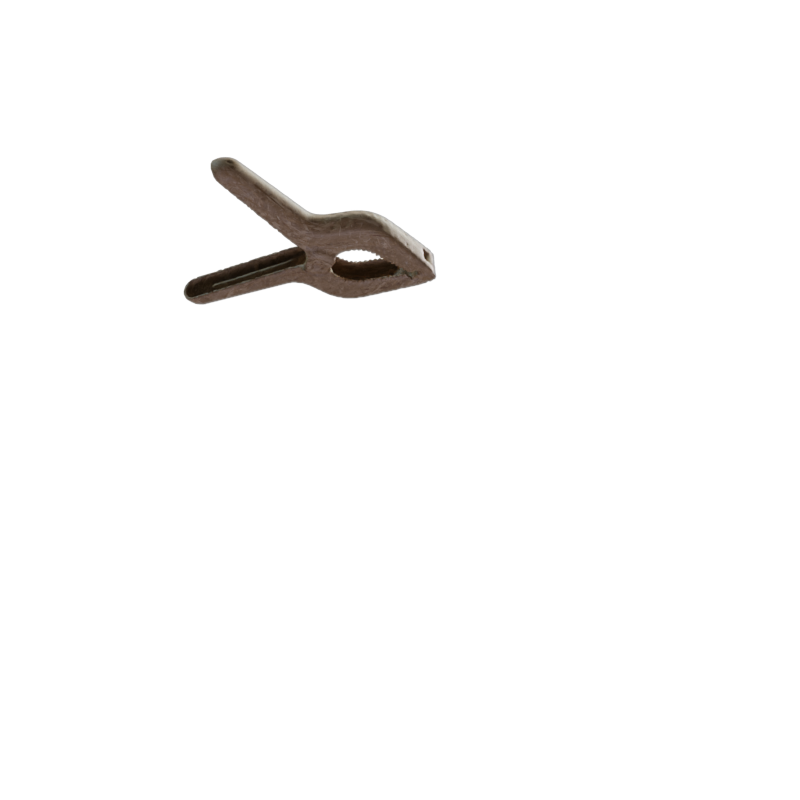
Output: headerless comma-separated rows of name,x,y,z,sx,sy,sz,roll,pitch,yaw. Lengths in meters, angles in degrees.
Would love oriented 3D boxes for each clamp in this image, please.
clamp,-0.071,-0.130,0.911,0.208,0.039,0.155,4,-37,-6
